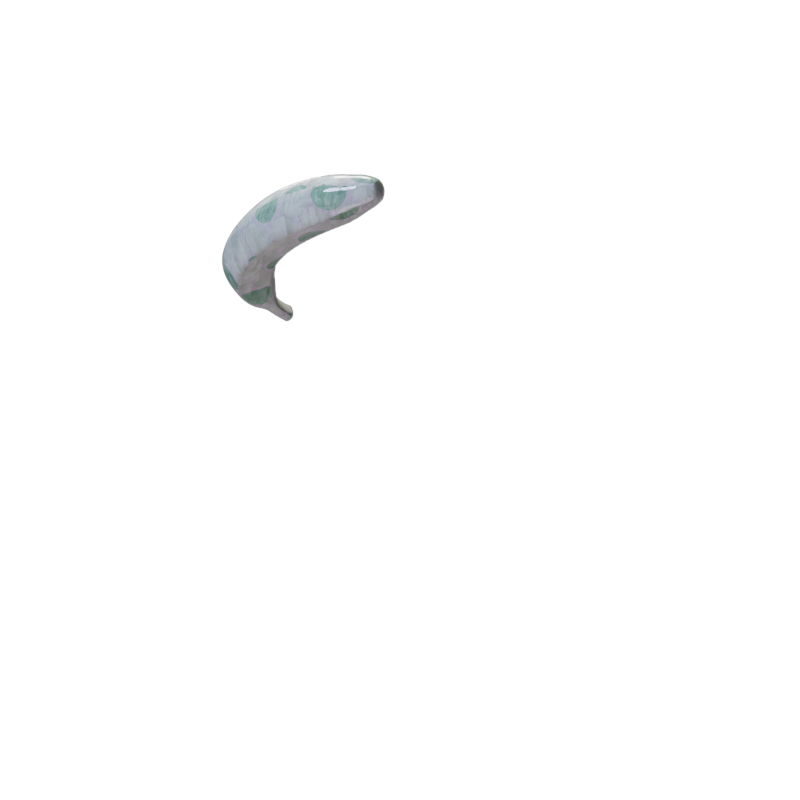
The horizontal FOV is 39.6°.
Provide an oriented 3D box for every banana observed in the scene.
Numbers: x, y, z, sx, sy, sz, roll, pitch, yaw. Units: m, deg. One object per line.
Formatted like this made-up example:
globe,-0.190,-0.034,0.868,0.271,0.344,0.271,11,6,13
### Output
banana,-0.076,-0.105,0.732,0.067,0.039,0.194,7,-20,-21
